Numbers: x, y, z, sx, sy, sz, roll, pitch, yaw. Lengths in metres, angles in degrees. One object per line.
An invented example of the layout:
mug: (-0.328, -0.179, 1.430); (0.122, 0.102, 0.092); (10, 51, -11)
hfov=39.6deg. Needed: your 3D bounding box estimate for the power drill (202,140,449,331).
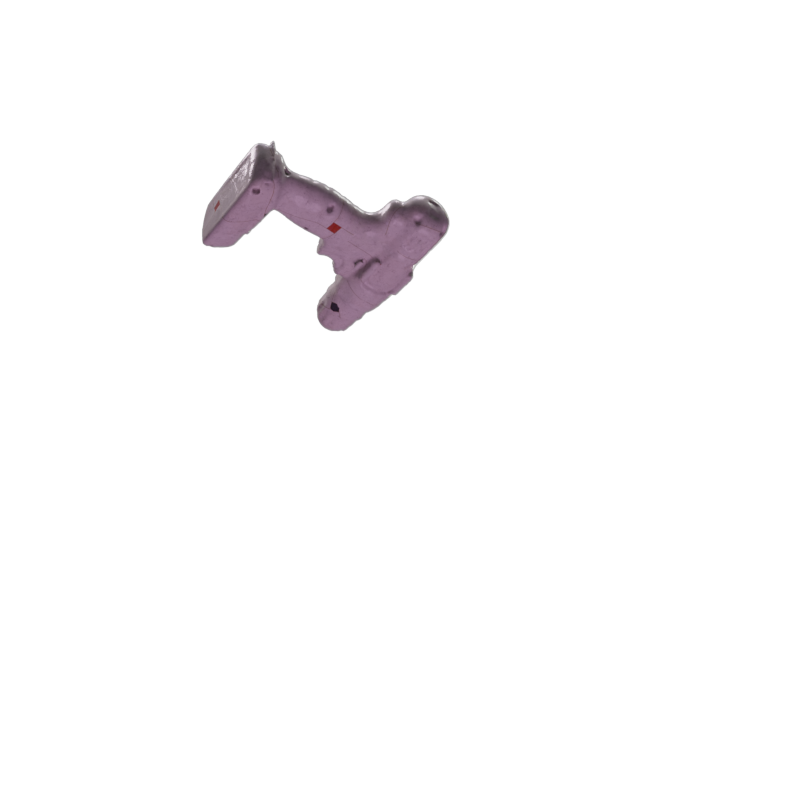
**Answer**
power drill: (-0.077, -0.141, 0.986); (0.179, 0.062, 0.180); (21, -43, -25)
